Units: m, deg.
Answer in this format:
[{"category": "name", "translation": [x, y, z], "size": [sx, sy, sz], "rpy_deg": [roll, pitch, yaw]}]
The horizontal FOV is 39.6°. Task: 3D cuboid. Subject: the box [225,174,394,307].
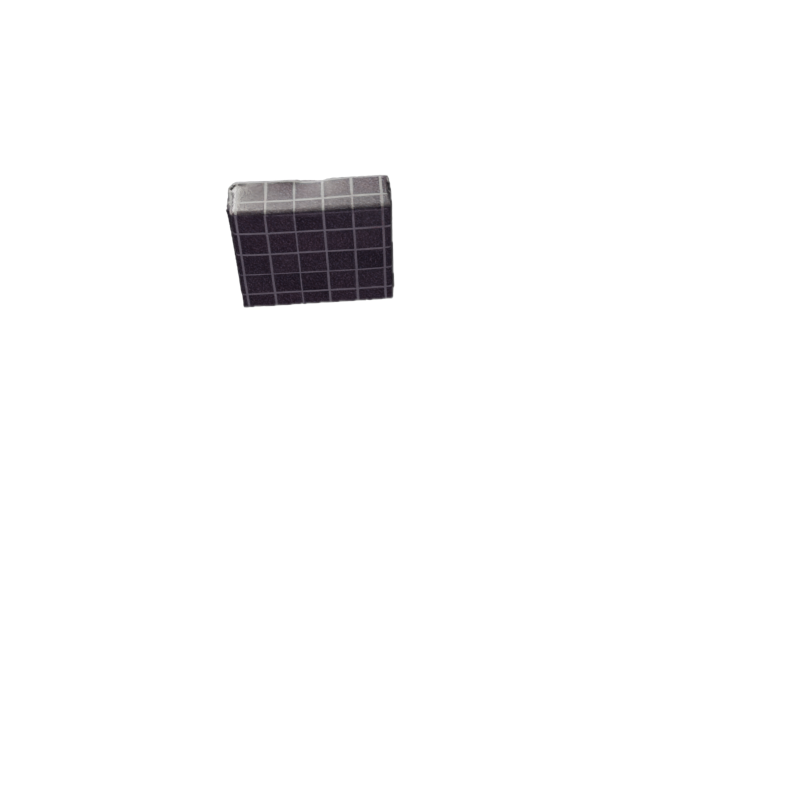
[{"category": "box", "translation": [-0.049, -0.089, 0.620], "size": [0.089, 0.032, 0.068], "rpy_deg": [-2, -42, 2]}]
